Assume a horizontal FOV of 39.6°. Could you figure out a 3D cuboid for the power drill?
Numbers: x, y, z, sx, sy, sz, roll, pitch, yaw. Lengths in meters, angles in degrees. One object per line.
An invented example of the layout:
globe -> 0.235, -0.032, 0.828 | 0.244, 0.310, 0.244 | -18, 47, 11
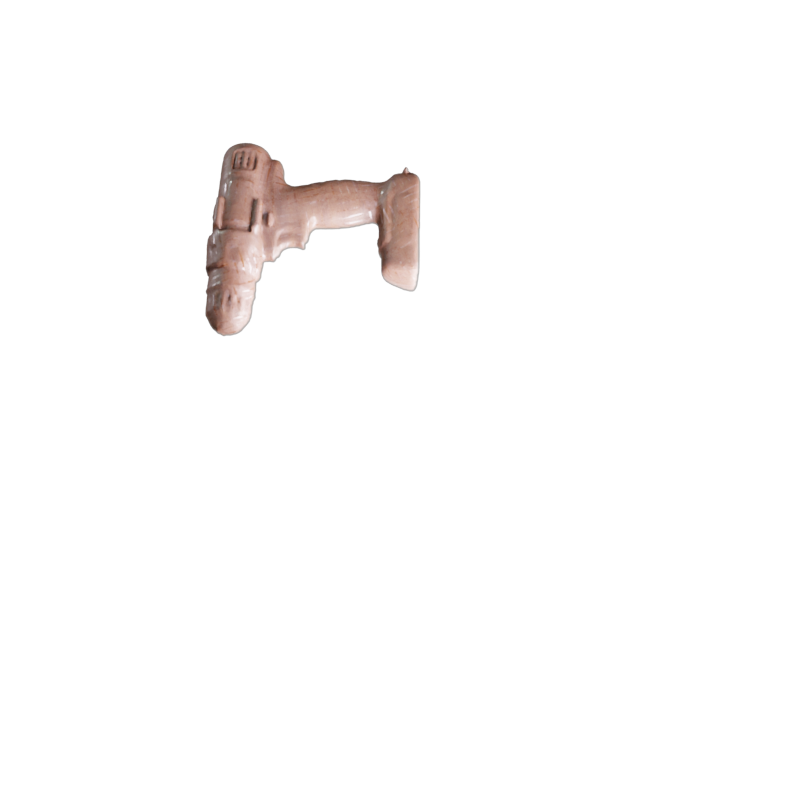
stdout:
power drill -> -0.077, -0.140, 0.981 | 0.188, 0.194, 0.054 | 3, -23, 1
